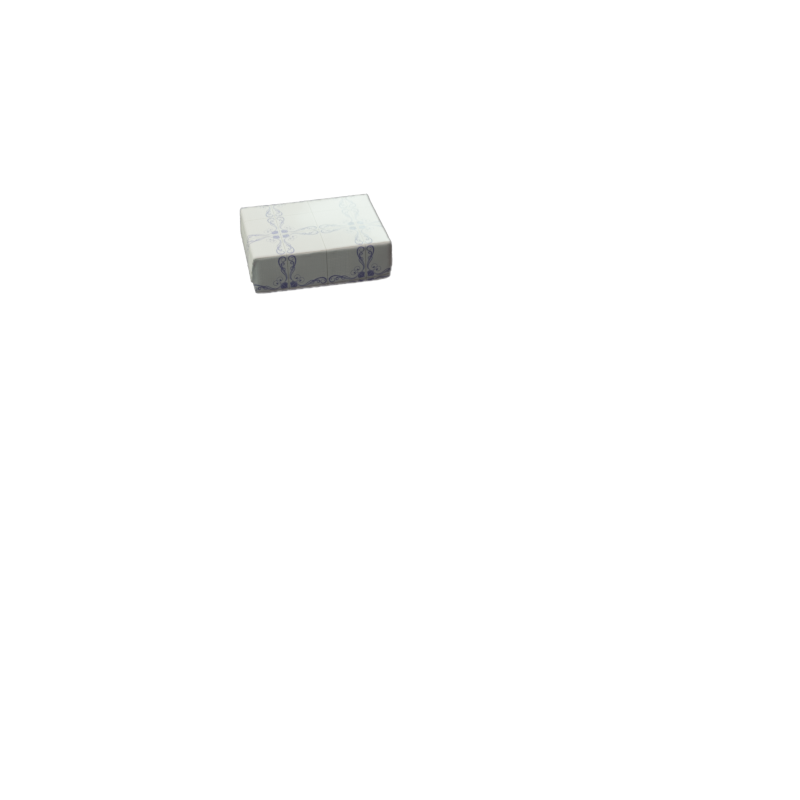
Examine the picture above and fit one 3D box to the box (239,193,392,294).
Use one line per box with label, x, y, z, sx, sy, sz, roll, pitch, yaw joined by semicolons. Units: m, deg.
box;-0.071;-0.129;0.904;0.112;0.036;0.097;-7;35;-10
